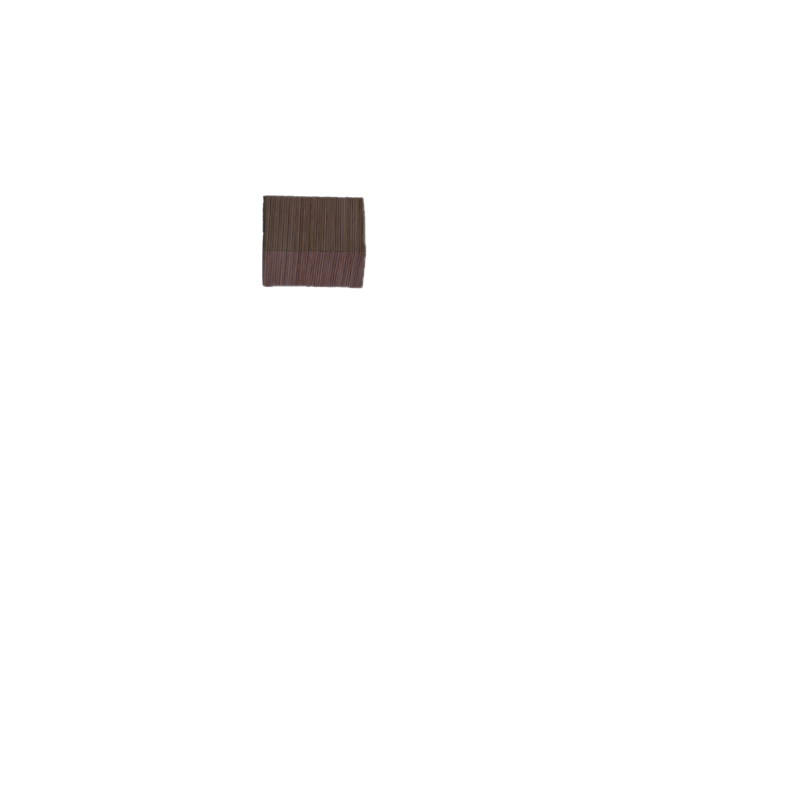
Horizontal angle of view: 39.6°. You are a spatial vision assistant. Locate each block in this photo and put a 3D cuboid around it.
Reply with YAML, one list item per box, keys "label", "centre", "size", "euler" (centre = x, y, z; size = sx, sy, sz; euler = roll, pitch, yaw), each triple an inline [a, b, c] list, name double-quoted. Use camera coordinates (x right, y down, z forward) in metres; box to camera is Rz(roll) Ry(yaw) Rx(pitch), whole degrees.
- label: "block"
  centre: [-0.065, -0.119, 0.835]
  size: [0.078, 0.055, 0.050]
  euler: [1, -30, -4]
